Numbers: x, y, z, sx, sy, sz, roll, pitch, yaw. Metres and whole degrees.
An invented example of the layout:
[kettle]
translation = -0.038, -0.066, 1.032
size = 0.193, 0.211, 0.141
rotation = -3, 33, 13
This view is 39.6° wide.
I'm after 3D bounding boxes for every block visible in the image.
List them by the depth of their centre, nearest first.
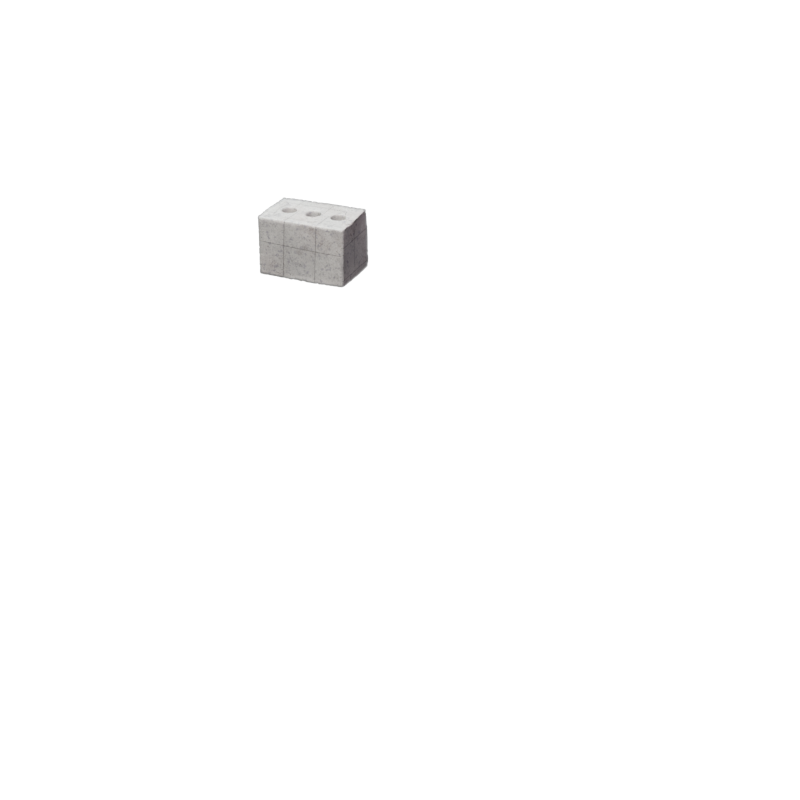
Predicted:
[block]
translation = -0.071, -0.130, 0.911
size = 0.081, 0.049, 0.054
rotation = 11, 27, 20
